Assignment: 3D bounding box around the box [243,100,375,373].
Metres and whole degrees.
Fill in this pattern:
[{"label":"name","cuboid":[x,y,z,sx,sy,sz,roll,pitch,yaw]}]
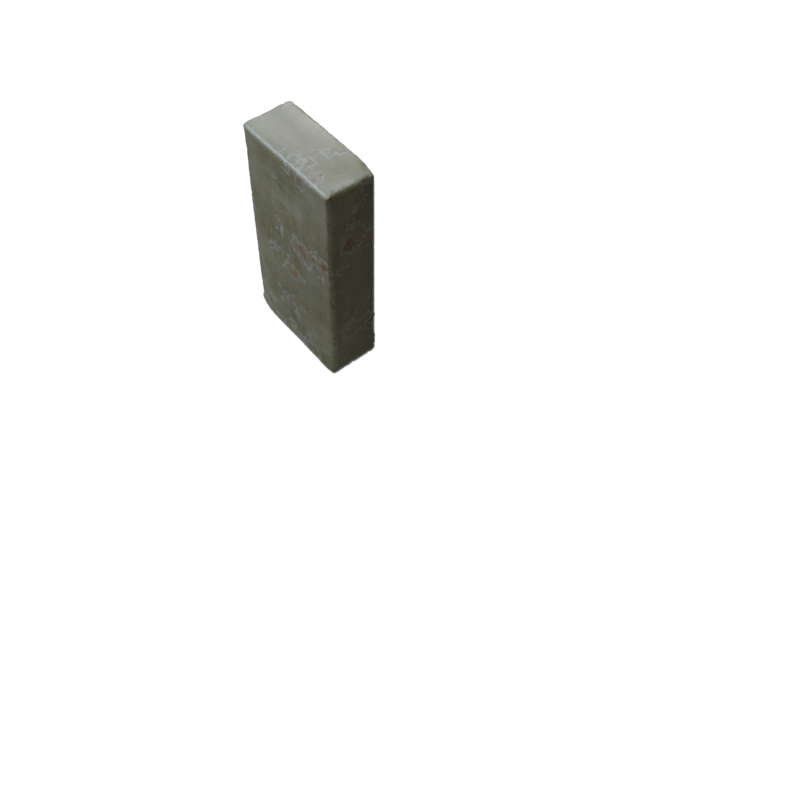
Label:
[{"label":"box","cuboid":[-0.059,-0.108,0.757,0.048,0.164,0.100,-29,57,-25]}]
